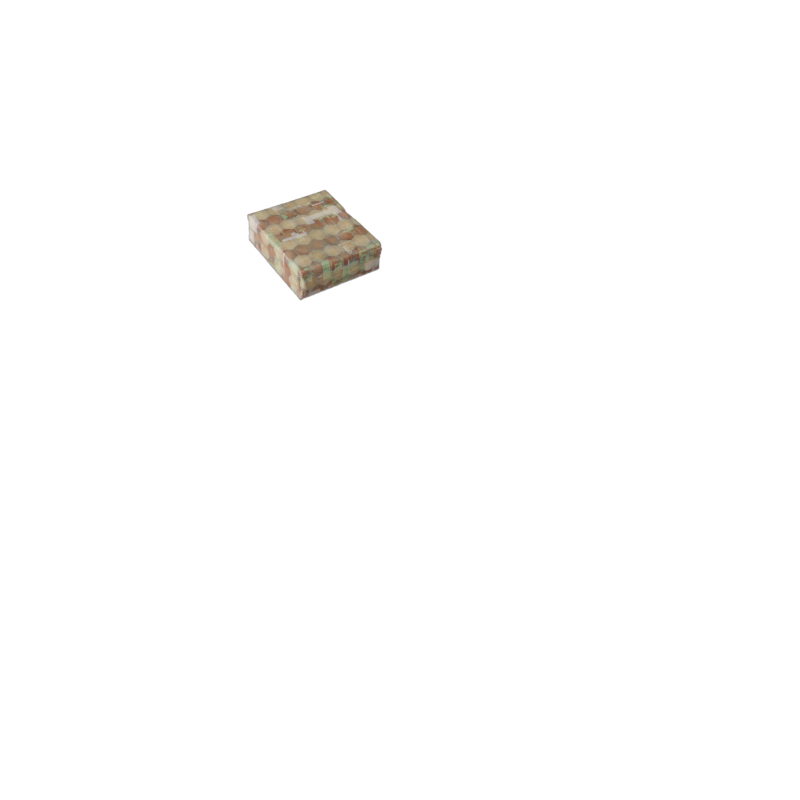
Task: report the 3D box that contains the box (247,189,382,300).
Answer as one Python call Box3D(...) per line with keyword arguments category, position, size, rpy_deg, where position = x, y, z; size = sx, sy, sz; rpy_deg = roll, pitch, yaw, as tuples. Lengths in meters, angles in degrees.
Box3D(category="box", position=(-0.068, -0.125, 0.873), size=(0.072, 0.028, 0.096), rpy_deg=(-22, 46, -23))
